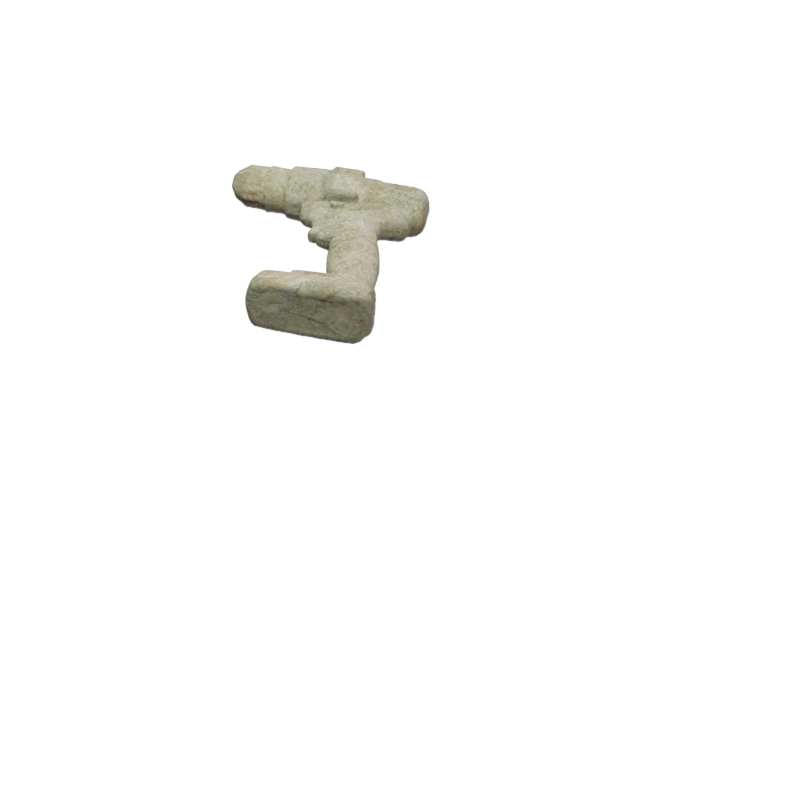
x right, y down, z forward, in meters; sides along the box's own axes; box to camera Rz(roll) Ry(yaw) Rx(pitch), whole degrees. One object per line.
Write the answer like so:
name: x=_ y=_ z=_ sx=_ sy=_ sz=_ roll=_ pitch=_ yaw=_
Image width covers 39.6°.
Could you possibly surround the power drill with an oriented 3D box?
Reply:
power drill: x=-0.076 y=-0.139 z=0.971 sx=0.187 sy=0.053 sz=0.198 roll=8 pitch=44 yaw=8
